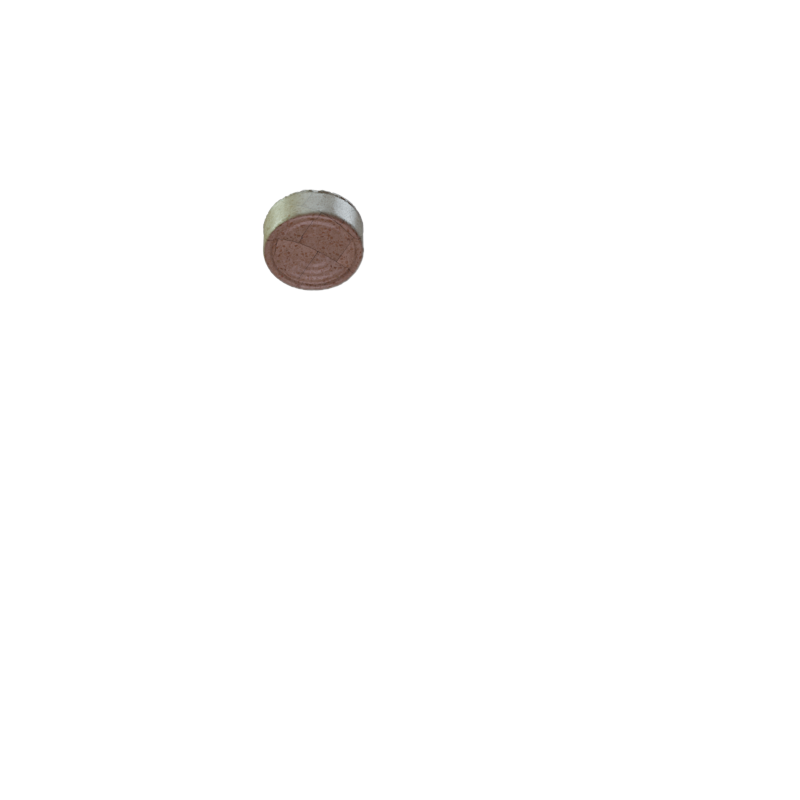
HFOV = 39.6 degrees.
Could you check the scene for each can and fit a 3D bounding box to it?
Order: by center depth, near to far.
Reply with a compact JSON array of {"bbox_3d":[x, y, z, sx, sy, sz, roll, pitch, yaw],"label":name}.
[{"bbox_3d":[-0.073,-0.133,0.933,0.086,0.080,0.036,1,43,-1],"label":"can"}]
